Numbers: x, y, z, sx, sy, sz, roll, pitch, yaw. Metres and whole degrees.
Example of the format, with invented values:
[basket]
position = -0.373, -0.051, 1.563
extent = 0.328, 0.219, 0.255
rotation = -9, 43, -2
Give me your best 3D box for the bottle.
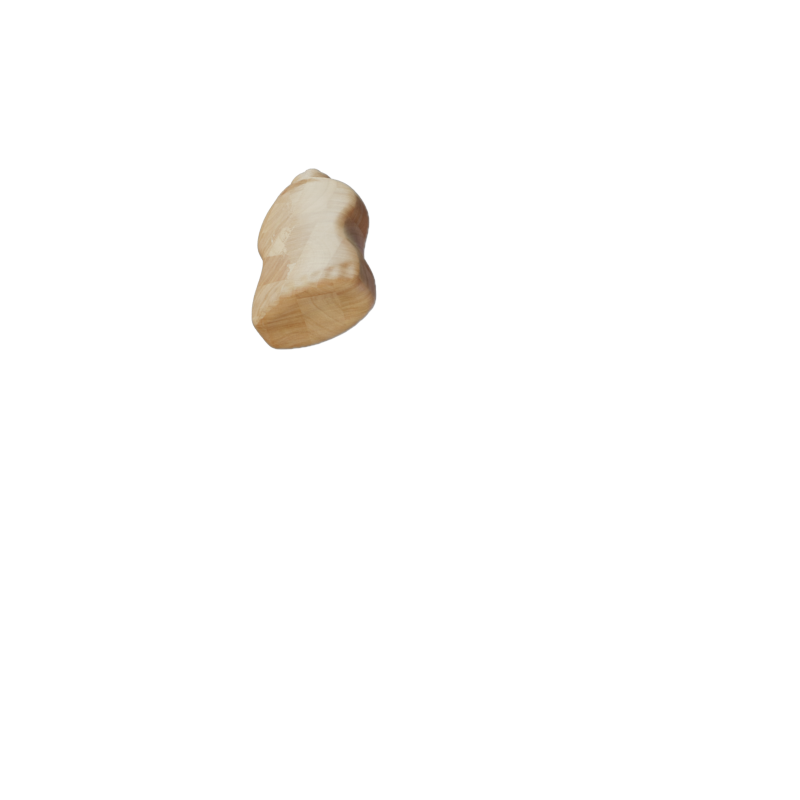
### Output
[bottle]
position = -0.071, -0.130, 0.909
extent = 0.096, 0.206, 0.054
rotation = -24, -51, 17
